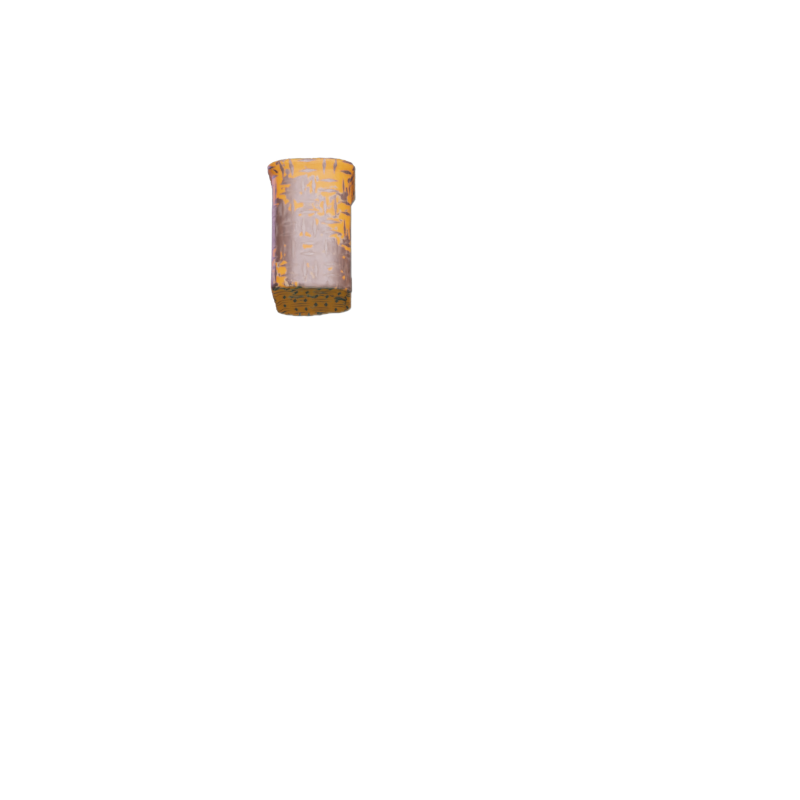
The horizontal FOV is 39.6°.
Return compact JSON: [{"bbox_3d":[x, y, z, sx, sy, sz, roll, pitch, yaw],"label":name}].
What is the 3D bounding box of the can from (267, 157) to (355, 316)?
[{"bbox_3d":[-0.058,-0.105,0.738,0.057,0.086,0.099,0,-10,-1],"label":"can"}]
